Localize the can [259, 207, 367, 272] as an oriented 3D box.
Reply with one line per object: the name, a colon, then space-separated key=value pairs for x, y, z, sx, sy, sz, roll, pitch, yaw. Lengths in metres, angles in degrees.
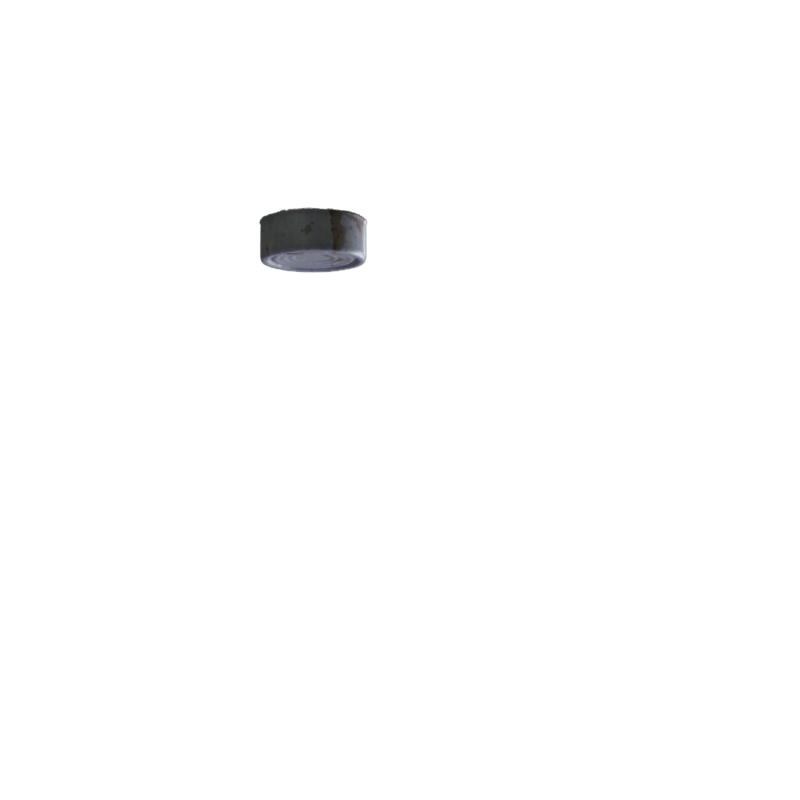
can: x=-0.069 y=-0.125 z=0.878 sx=0.086 sy=0.034 sz=0.084 roll=0 pitch=-7 yaw=-2
